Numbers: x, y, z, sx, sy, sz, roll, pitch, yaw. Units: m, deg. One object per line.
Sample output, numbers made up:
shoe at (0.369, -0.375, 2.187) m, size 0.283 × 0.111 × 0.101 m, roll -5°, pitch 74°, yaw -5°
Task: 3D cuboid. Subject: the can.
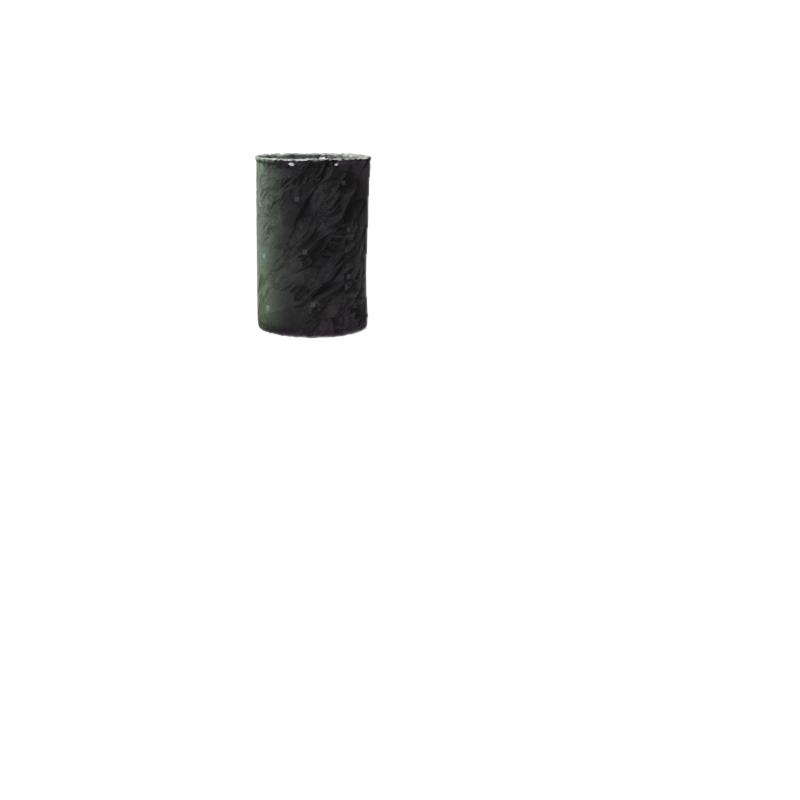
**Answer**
can at (-0.051, -0.093, 0.654) m, size 0.068 × 0.100 × 0.070 m, roll 0°, pitch 10°, yaw -2°
